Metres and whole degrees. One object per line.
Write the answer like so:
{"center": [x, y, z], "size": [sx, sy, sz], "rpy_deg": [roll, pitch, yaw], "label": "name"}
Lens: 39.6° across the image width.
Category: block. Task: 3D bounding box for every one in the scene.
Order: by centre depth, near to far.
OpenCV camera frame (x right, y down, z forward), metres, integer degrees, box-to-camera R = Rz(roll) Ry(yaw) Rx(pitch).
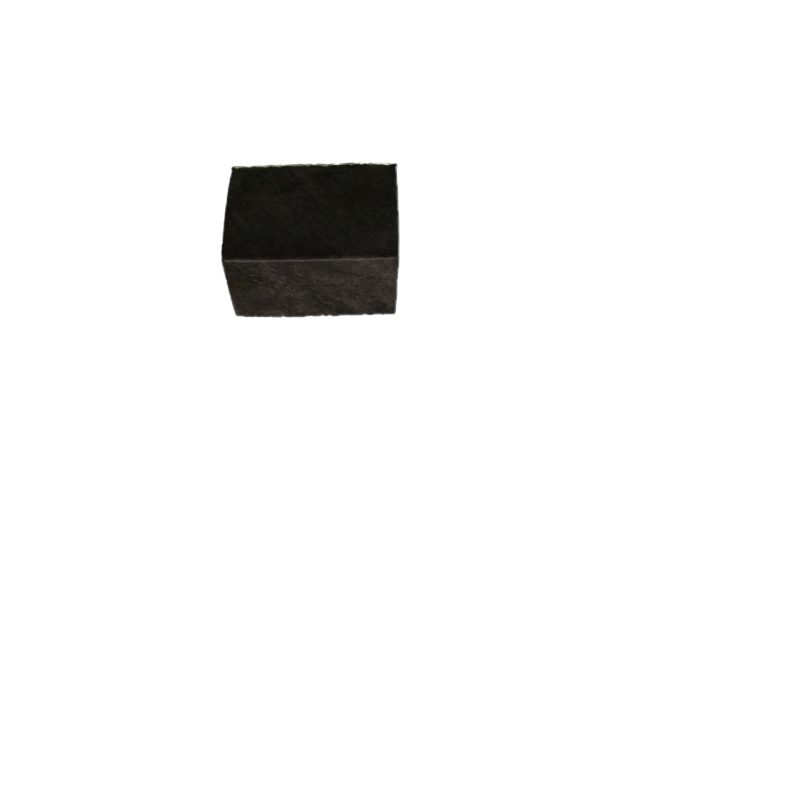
{"center": [-0.040, -0.072, 0.507], "size": [0.078, 0.055, 0.049], "rpy_deg": [-1, -29, 0], "label": "block"}
